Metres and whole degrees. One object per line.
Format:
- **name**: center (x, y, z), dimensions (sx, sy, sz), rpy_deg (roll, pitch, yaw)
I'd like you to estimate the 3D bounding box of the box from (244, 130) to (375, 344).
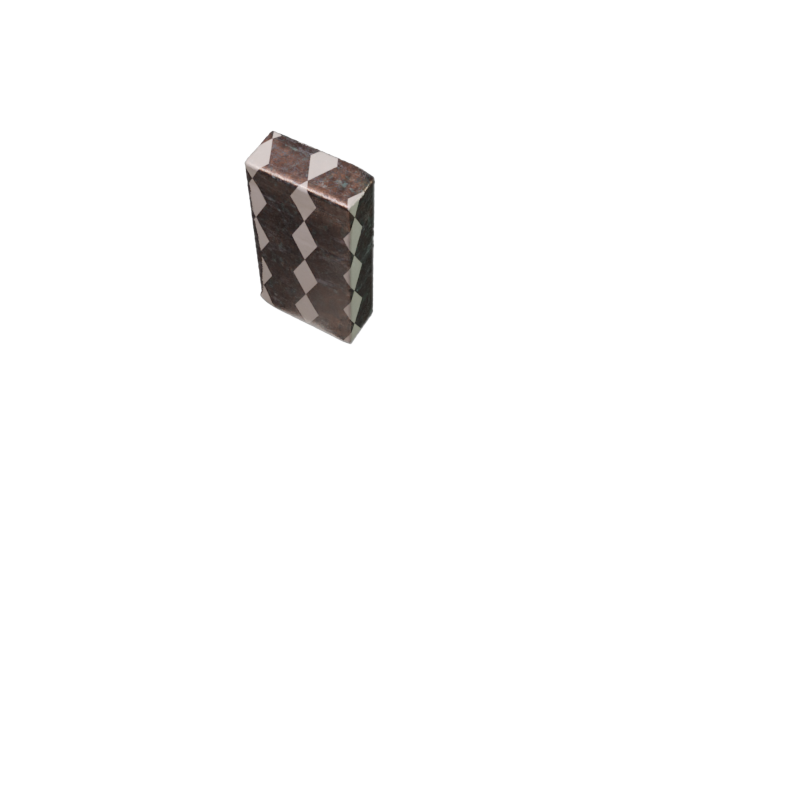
- **box**: center (-0.068, -0.125, 0.873), dimensions (0.097, 0.049, 0.165), rpy_deg (28, -32, 16)
